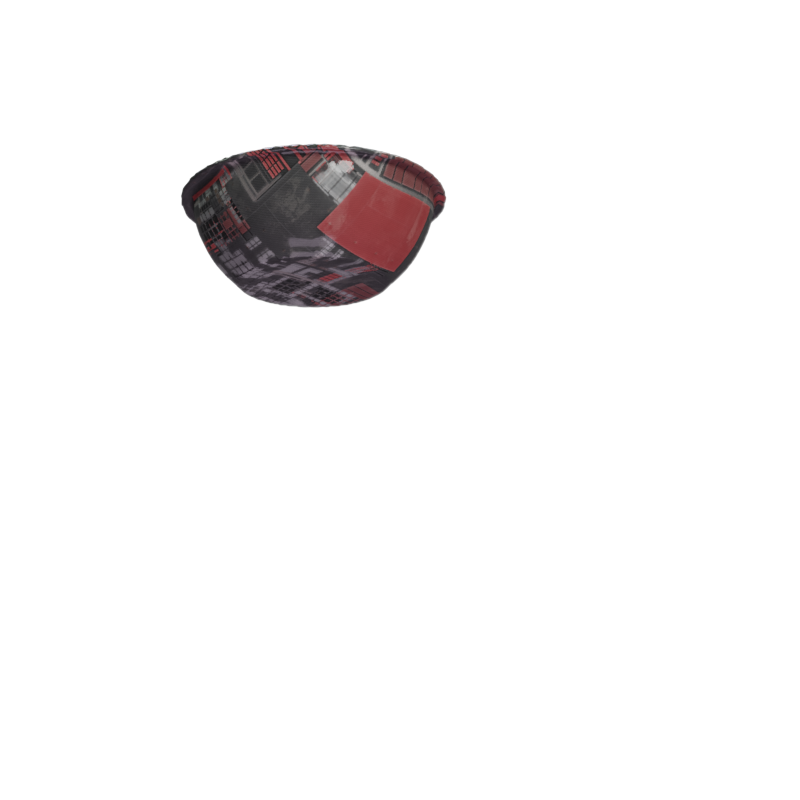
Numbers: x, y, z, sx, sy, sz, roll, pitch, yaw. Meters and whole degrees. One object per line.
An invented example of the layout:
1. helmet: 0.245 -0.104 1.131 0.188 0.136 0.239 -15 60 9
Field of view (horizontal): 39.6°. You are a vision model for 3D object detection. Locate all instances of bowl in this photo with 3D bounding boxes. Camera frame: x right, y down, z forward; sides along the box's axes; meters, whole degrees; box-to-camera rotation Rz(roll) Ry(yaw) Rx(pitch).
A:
1. bowl: -0.052 -0.096 0.670 0.162 0.057 0.155 0 -15 -2
